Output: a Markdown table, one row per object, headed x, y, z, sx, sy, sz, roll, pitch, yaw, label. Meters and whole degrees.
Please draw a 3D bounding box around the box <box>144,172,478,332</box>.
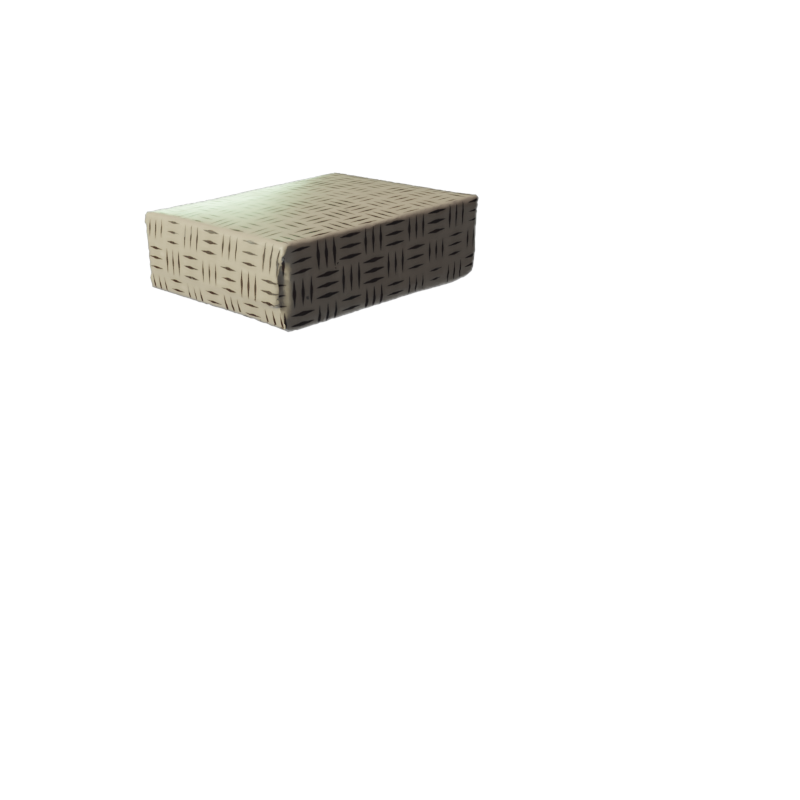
| x | y | z | sx | sy | sz | roll | pitch | yaw | label |
| --- | --- | --- | --- | --- | --- | --- | --- | --- | --- |
| -0.037 | -0.067 | 0.468 | 0.111 | 0.037 | 0.095 | -19 | 27 | -42 | box |
